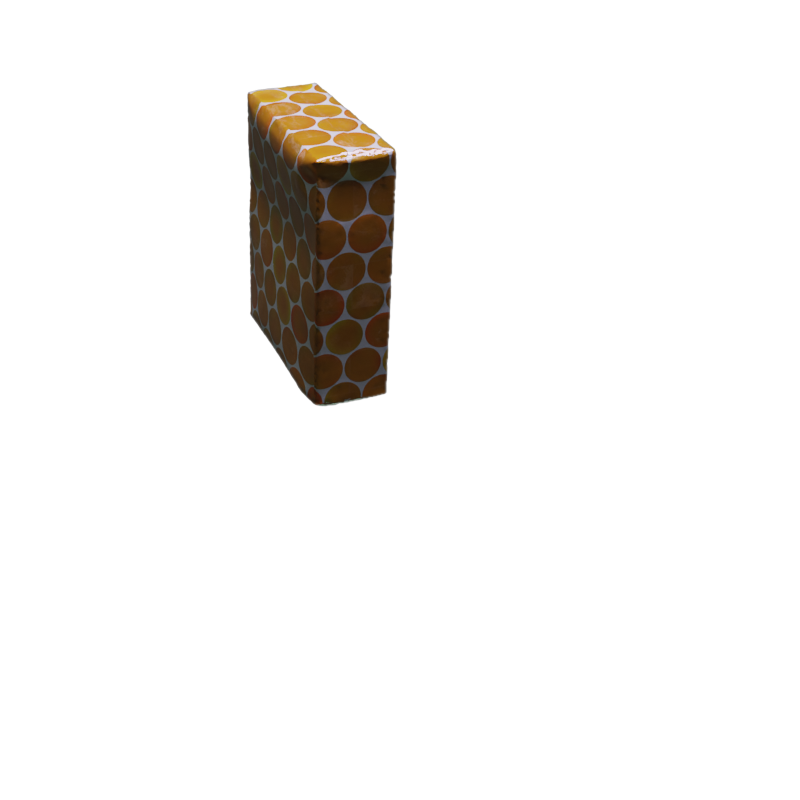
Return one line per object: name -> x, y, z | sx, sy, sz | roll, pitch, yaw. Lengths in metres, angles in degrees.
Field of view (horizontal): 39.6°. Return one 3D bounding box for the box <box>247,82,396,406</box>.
box -> -0.070, -0.128, 0.897 | 0.071, 0.201, 0.177 | -10, 32, -21
